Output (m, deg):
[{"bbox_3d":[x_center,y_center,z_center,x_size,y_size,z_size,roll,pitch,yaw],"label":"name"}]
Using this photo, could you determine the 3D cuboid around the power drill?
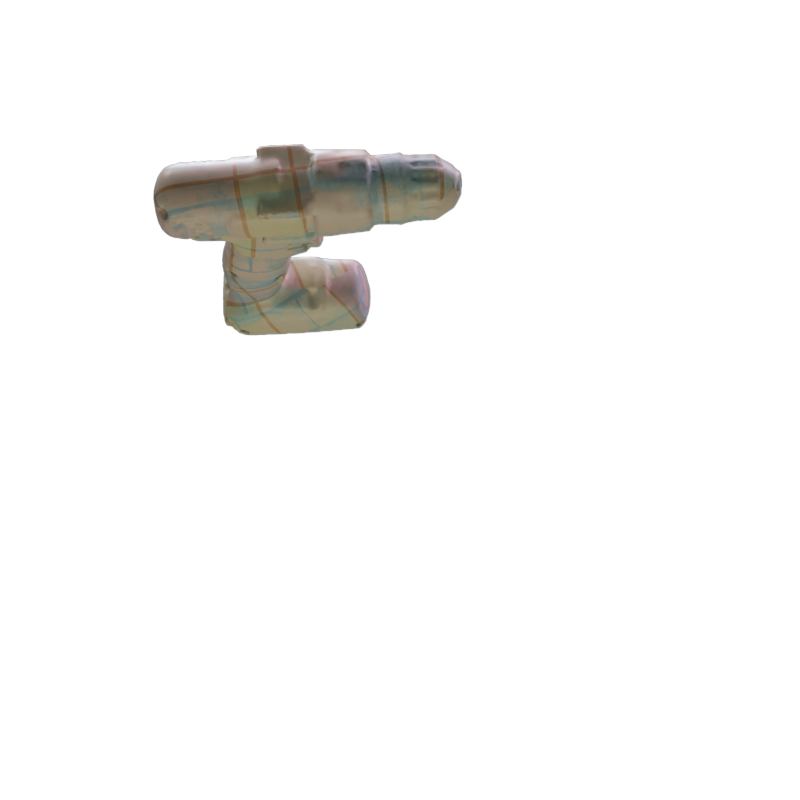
[{"bbox_3d":[-0.057,-0.104,0.727,0.185,0.061,0.177,0,-21,1],"label":"power drill"}]
